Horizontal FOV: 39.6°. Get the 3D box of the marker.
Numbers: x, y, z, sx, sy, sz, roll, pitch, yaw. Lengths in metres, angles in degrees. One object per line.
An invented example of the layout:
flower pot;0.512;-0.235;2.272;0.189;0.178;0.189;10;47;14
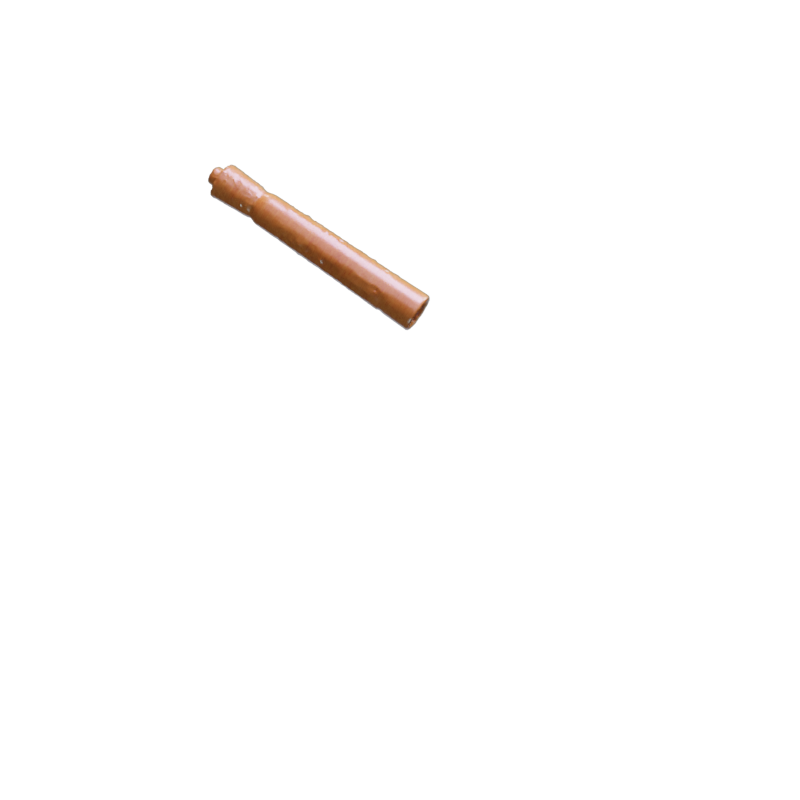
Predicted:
marker;-0.041;-0.074;0.521;0.125;0.019;0.019;35;12;14
